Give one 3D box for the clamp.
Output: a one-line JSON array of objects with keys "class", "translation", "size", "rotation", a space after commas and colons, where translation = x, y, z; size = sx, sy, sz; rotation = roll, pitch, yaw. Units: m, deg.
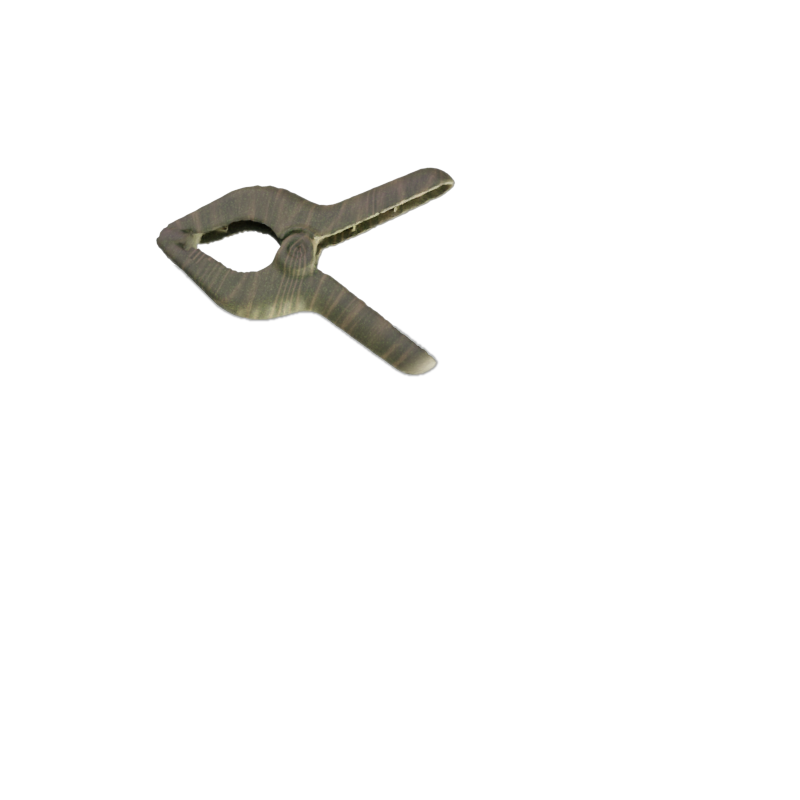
[{"class": "clamp", "translation": [-0.050, -0.091, 0.638], "size": [0.173, 0.125, 0.037], "rotation": [15, -20, 5]}]
